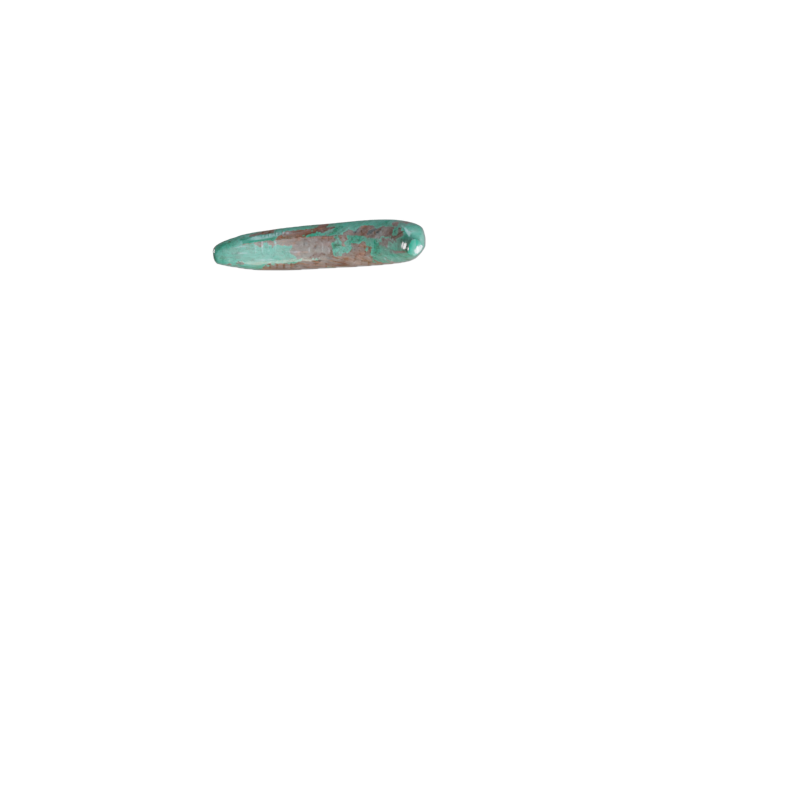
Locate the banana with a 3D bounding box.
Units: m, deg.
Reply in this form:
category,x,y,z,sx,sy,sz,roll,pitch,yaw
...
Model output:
category,x,y,z,sx,sy,sz,roll,pitch,yaw
banana,-0.056,-0.125,0.890,0.204,0.037,0.067,0,-1,33
